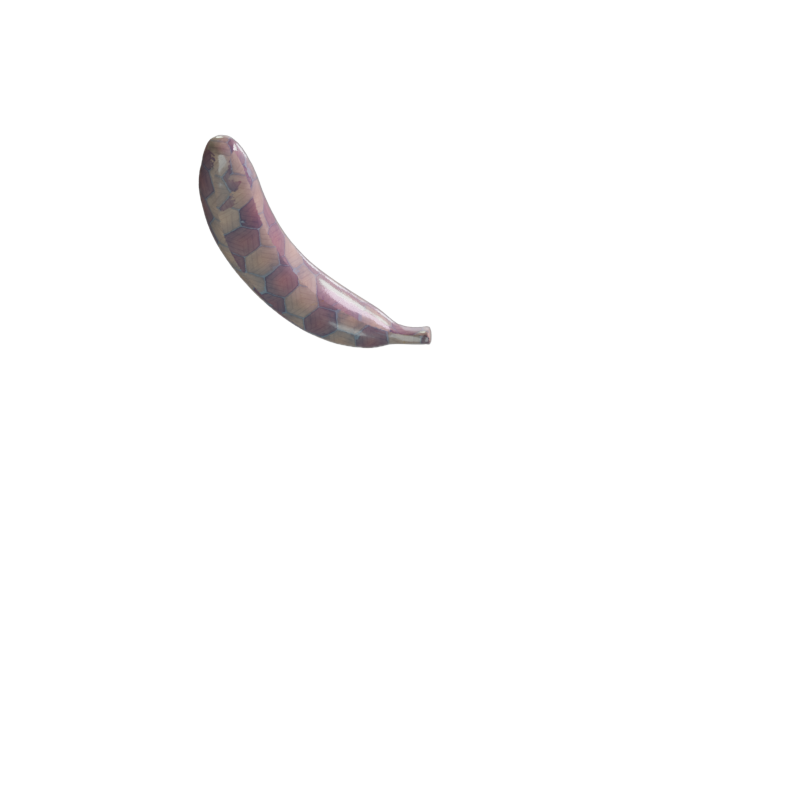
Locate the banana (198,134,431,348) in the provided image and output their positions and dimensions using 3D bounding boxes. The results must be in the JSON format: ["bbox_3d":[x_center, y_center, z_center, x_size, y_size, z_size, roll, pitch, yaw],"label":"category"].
[{"bbox_3d":[-0.063,-0.082,0.650,0.069,0.039,0.184,-28,-48,27],"label":"banana"}]
